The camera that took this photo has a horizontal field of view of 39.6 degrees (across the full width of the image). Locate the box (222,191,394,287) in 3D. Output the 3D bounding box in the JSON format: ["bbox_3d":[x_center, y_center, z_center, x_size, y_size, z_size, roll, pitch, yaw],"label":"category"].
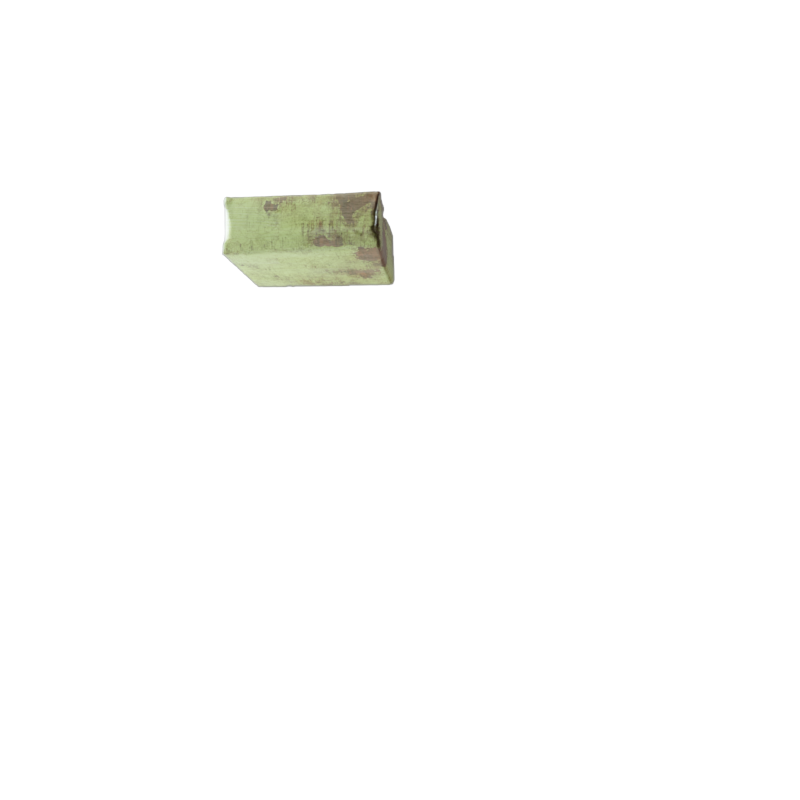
[{"bbox_3d":[-0.042,-0.077,0.541,0.074,0.031,0.086,-1,-6,6],"label":"box"}]
